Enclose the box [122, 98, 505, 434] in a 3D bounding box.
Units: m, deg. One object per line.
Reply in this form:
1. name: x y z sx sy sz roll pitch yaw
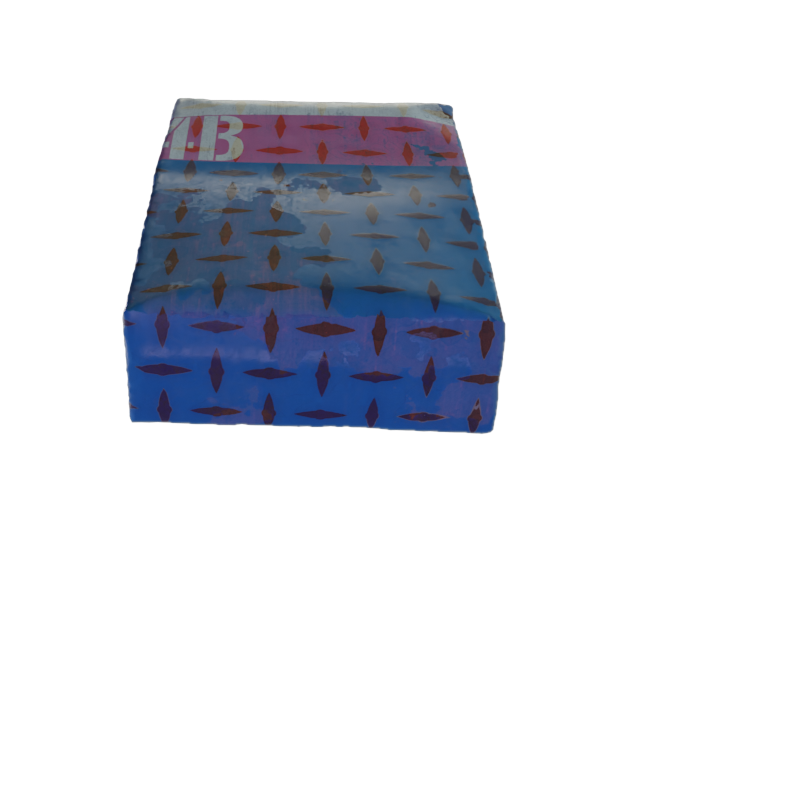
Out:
1. box: -0.044 -0.080 0.562 0.163 0.067 0.229 1 38 -3
